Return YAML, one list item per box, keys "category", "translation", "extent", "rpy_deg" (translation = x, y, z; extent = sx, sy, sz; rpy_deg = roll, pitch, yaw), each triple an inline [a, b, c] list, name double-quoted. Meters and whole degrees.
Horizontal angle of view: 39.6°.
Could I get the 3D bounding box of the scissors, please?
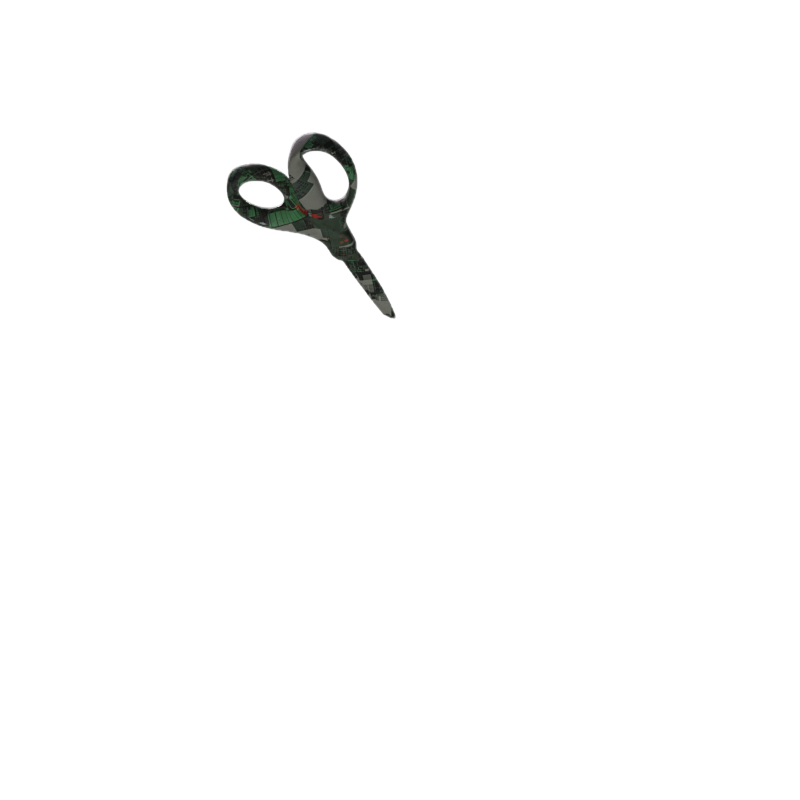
- category: "scissors"
  translation: [-0.061, -0.111, 0.778]
  extent: [0.097, 0.017, 0.187]
  rpy_deg: [-4, -35, 5]
